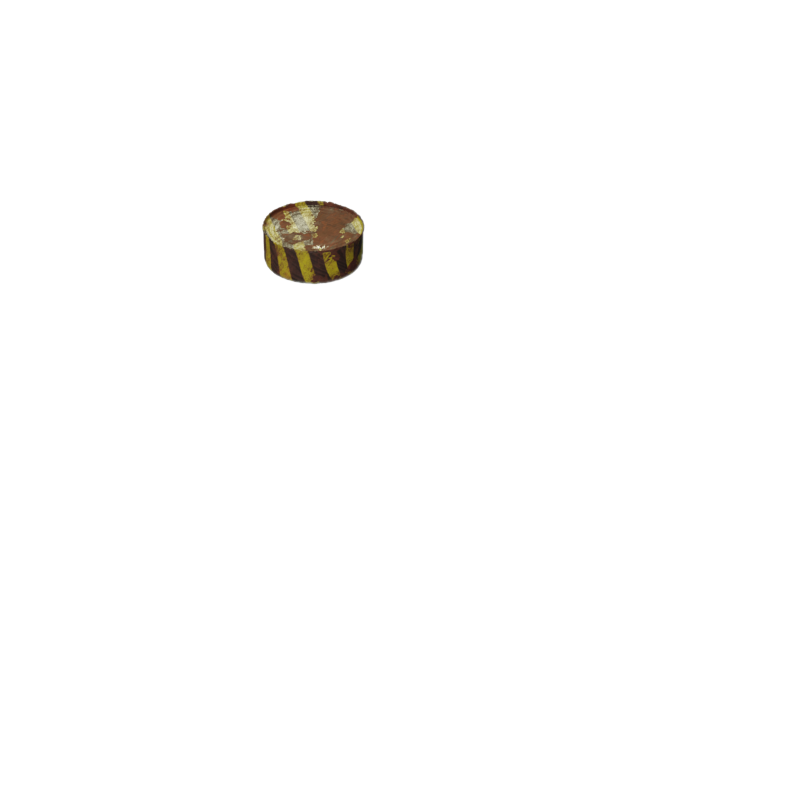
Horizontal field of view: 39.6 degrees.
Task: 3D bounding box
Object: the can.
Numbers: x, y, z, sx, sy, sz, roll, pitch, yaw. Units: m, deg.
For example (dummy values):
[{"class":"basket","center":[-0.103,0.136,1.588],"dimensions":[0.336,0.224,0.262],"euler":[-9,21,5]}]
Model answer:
[{"class":"can","center":[-0.073,-0.134,0.936],"dimensions":[0.086,0.031,0.092],"euler":[-1,36,-2]}]
